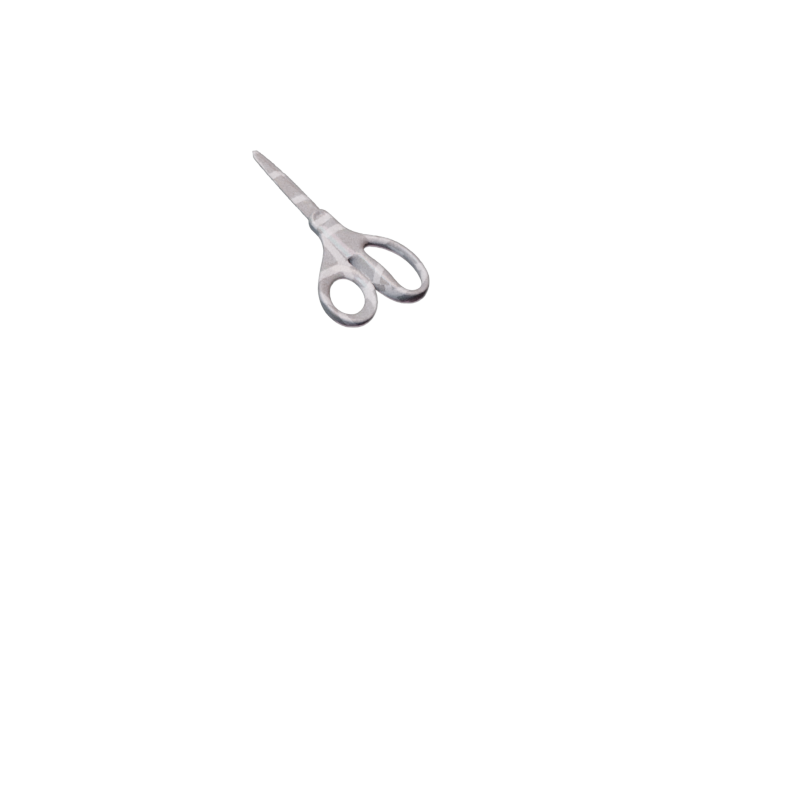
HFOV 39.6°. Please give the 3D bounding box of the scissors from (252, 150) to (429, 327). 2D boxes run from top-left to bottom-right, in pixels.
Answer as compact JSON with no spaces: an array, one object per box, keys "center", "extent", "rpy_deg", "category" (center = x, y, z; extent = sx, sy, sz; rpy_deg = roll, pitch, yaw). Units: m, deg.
[{"center":[-0.071,-0.129,0.901],"extent":[0.211,0.098,0.015],"rpy_deg":[33,-28,20],"category":"scissors"}]
